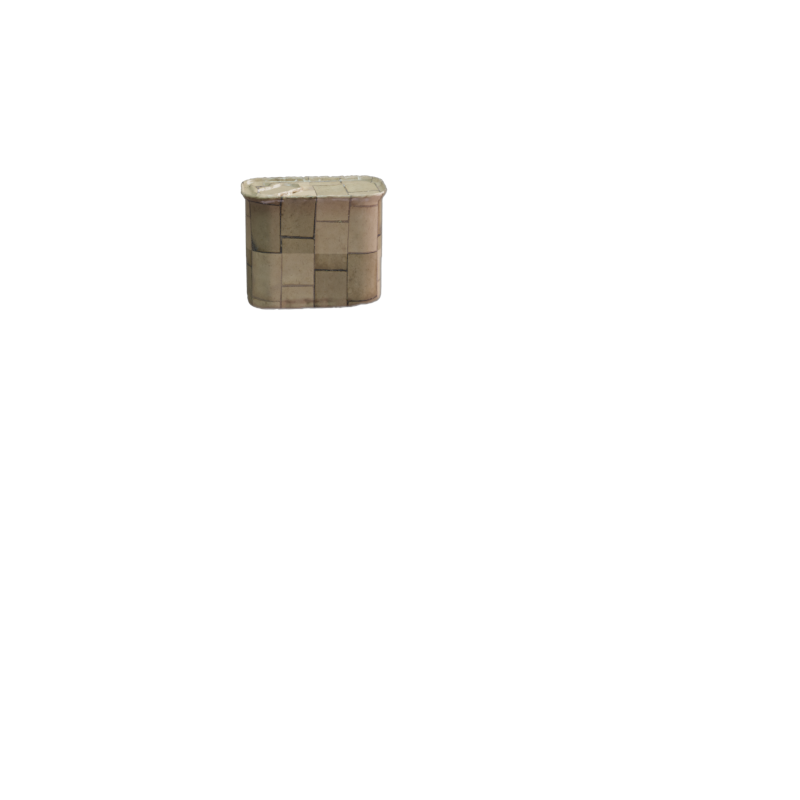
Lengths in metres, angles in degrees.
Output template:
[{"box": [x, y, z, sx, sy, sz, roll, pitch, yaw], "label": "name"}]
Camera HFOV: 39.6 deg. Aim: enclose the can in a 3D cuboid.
[{"box": [-0.062, -0.113, 0.790, 0.101, 0.080, 0.060, -1, 20, -5], "label": "can"}]
